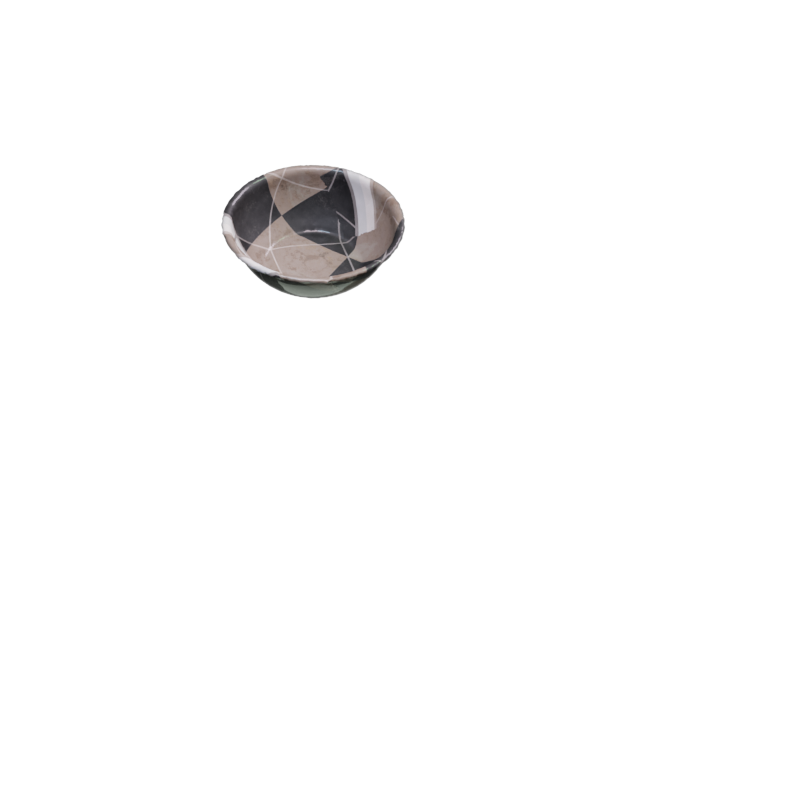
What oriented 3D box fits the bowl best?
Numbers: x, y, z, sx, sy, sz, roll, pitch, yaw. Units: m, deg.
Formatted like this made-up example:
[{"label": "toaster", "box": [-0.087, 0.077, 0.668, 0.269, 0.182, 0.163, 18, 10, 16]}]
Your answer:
[{"label": "bowl", "box": [-0.078, -0.142, 0.995, 0.162, 0.174, 0.051, -1, -44, -1]}]
